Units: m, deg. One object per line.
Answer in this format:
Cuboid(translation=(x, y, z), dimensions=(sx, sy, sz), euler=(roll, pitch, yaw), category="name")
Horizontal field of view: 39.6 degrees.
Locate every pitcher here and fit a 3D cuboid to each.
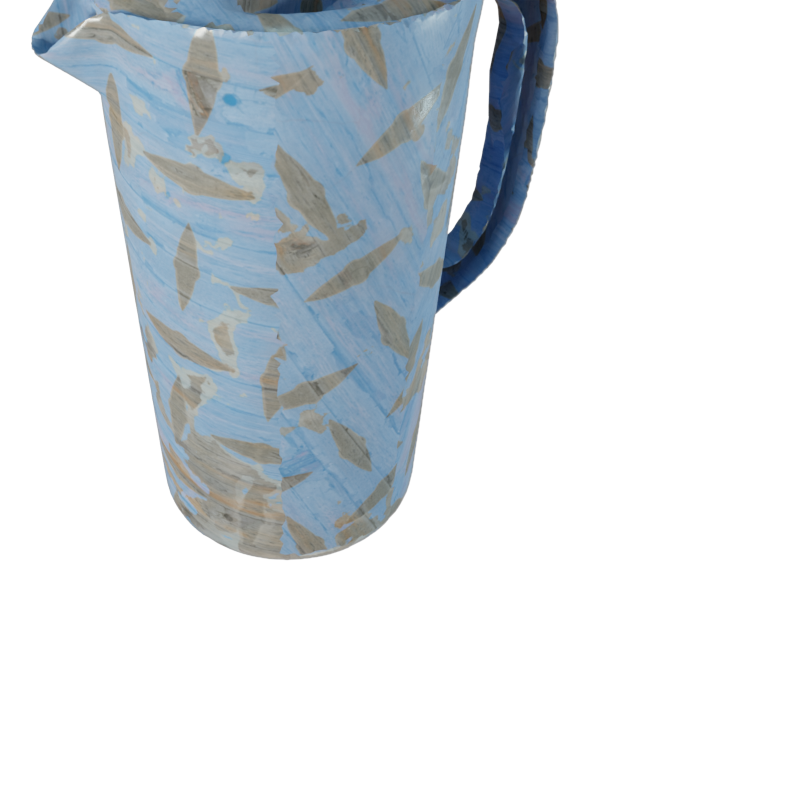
Cuboid(translation=(-0.033, -0.061, 0.426), dimensions=(0.153, 0.227, 0.151), euler=(13, 38, 14), category="pitcher")
